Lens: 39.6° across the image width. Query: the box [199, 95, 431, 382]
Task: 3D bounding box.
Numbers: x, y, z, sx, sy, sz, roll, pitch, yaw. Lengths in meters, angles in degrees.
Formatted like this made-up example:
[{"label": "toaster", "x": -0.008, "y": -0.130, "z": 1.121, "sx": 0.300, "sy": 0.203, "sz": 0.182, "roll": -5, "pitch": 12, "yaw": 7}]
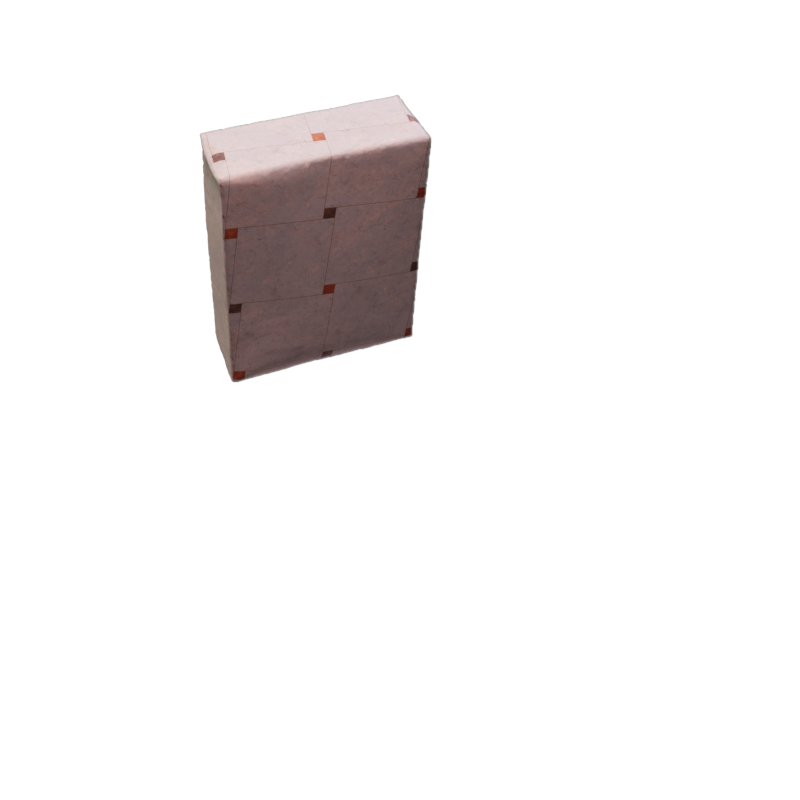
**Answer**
[{"label": "box", "x": -0.069, "y": -0.126, "z": 0.883, "sx": 0.162, "sy": 0.199, "sz": 0.078, "roll": -14, "pitch": 47, "yaw": -16}]
